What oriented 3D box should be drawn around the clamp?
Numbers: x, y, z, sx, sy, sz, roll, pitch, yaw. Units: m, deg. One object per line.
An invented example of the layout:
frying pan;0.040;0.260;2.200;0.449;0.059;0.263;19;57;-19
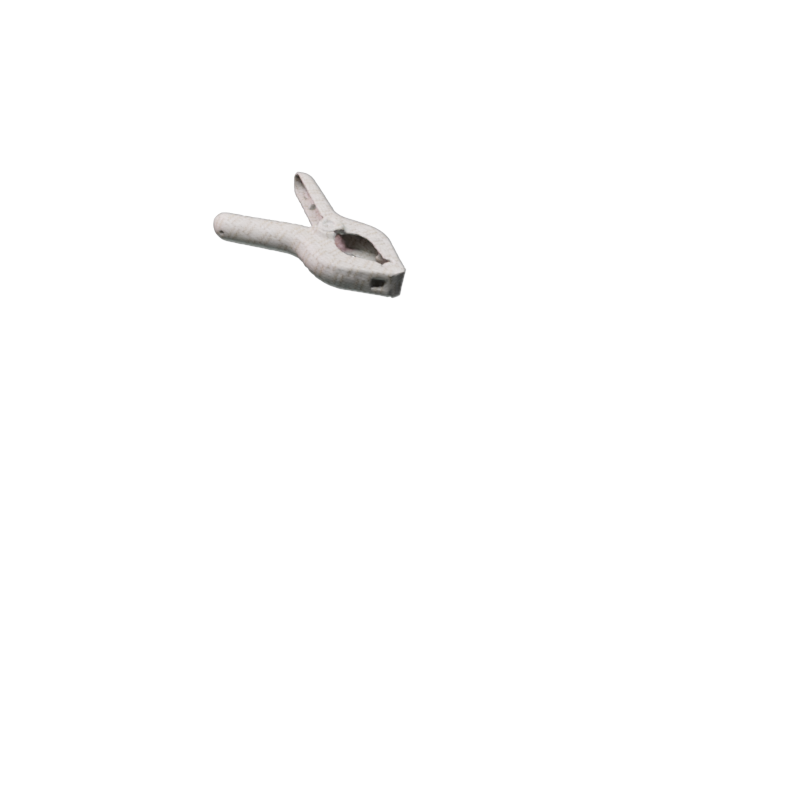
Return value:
clamp;-0.075;-0.137;0.957;0.120;0.037;0.184;-31;51;-29
